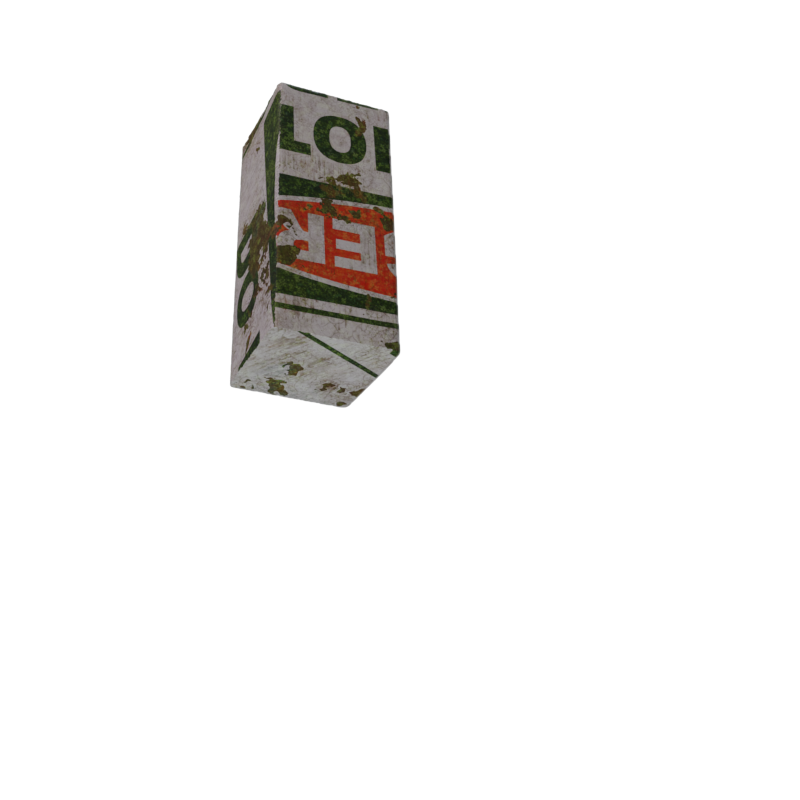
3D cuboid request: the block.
[{"bbox_3d":[-0.062,-0.112,0.789,0.088,0.220,0.087,12,-35,-21],"label":"block"}]
